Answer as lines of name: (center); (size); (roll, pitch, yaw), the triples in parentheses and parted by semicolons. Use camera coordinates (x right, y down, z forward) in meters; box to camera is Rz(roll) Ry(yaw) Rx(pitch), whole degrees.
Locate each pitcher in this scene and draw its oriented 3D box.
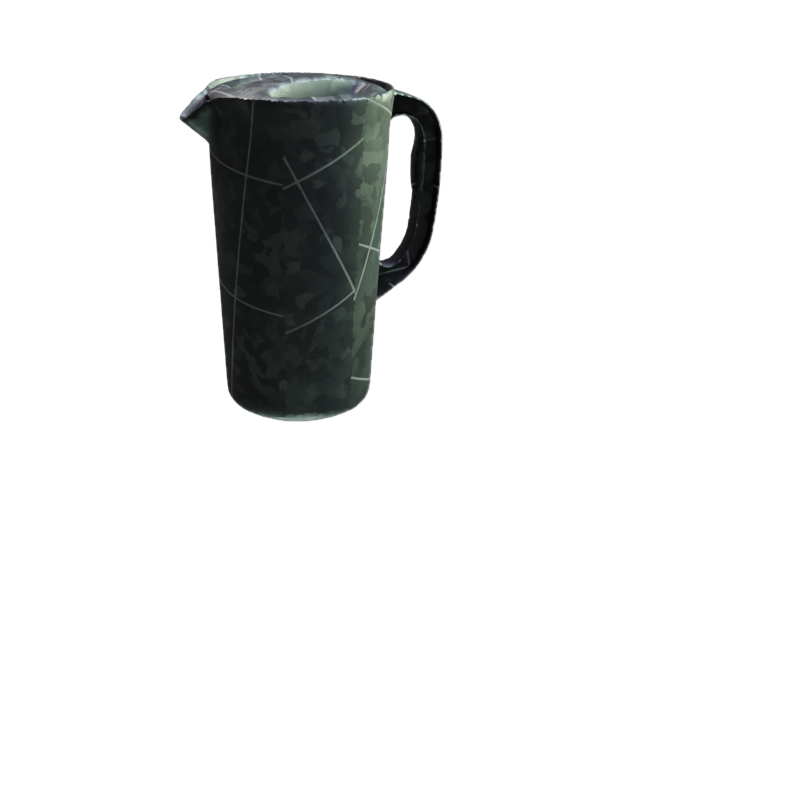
pitcher: (-0.063, -0.115, 0.807); (0.155, 0.233, 0.145); (10, 22, 24)
